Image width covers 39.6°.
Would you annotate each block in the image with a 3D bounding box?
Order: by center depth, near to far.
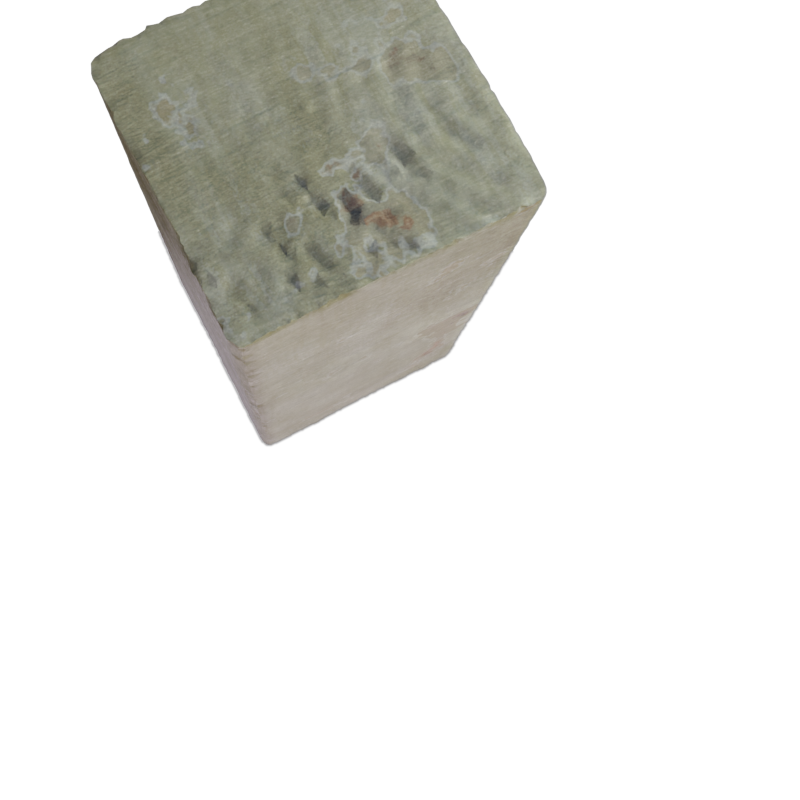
[{"bbox_3d":[-0.030,-0.055,0.378,0.090,0.093,0.200,-27,-7,-8],"label":"block"}]
